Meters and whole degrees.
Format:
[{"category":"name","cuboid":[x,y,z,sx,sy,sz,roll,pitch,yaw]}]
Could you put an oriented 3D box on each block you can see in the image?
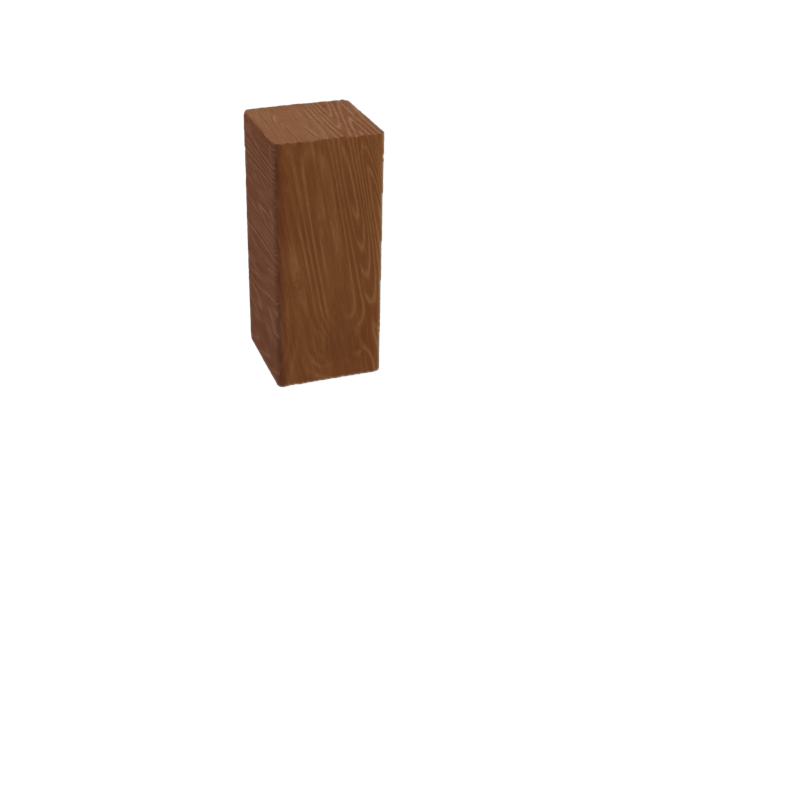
[{"category":"block","cuboid":[-0.071,-0.128,0.893,0.089,0.195,0.097,-8,29,-19]}]
